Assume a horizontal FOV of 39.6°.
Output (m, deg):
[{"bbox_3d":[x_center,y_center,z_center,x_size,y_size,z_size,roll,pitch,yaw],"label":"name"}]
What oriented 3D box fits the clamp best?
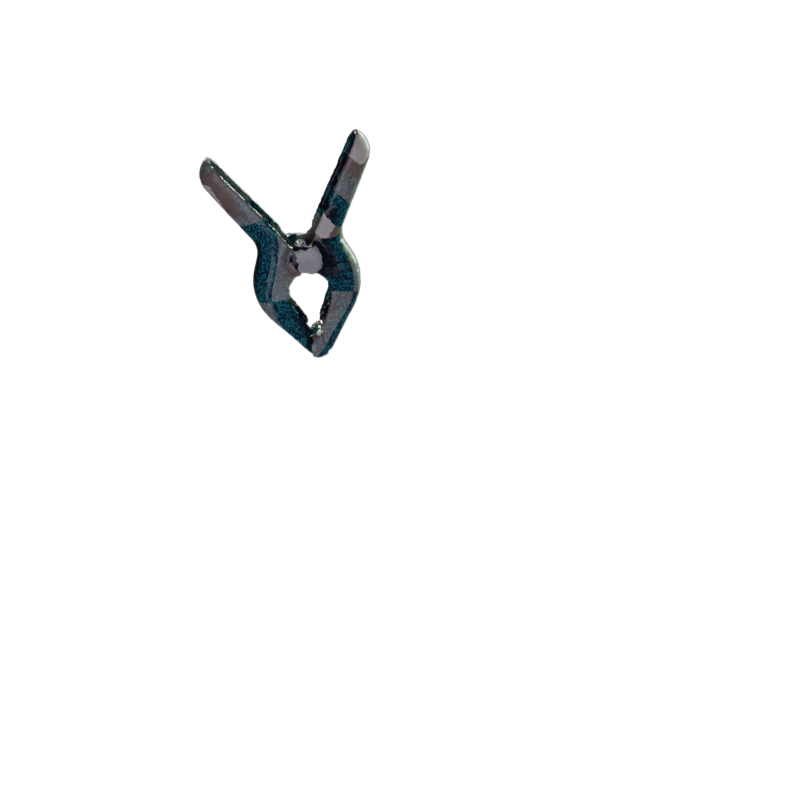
[{"bbox_3d":[-0.063,-0.115,0.805,0.121,0.161,0.042,-15,27,8],"label":"clamp"}]
